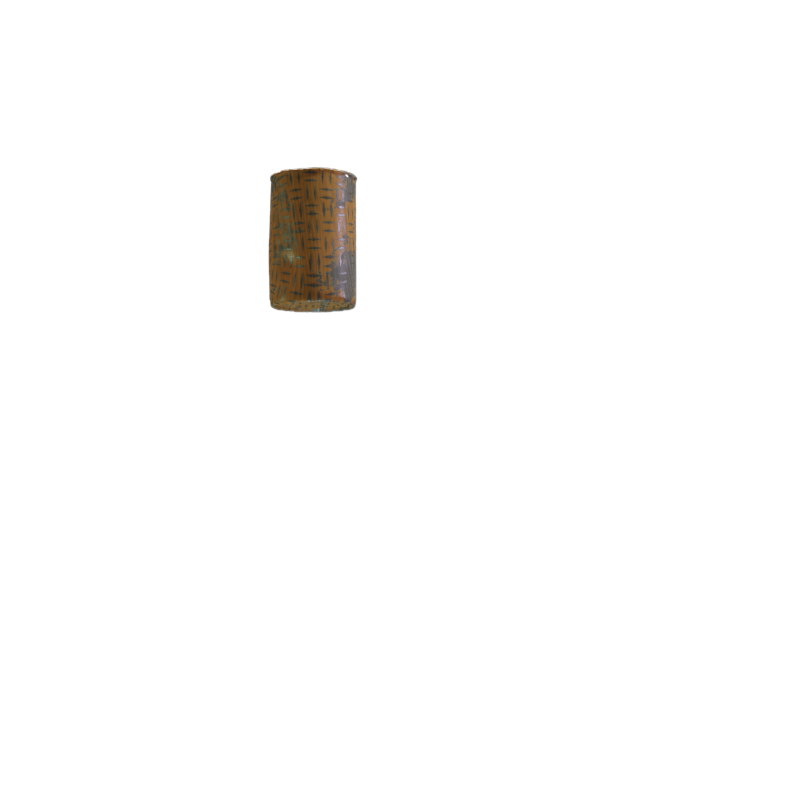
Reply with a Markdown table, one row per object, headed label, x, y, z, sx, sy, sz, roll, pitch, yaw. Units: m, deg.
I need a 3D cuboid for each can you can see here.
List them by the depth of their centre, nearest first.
| label | x | y | z | sx | sy | sz | roll | pitch | yaw |
| --- | --- | --- | --- | --- | --- | --- | --- | --- | --- |
| can | -0.067 | -0.122 | 0.854 | 0.068 | 0.105 | 0.067 | 0 | -8 | -2 |
